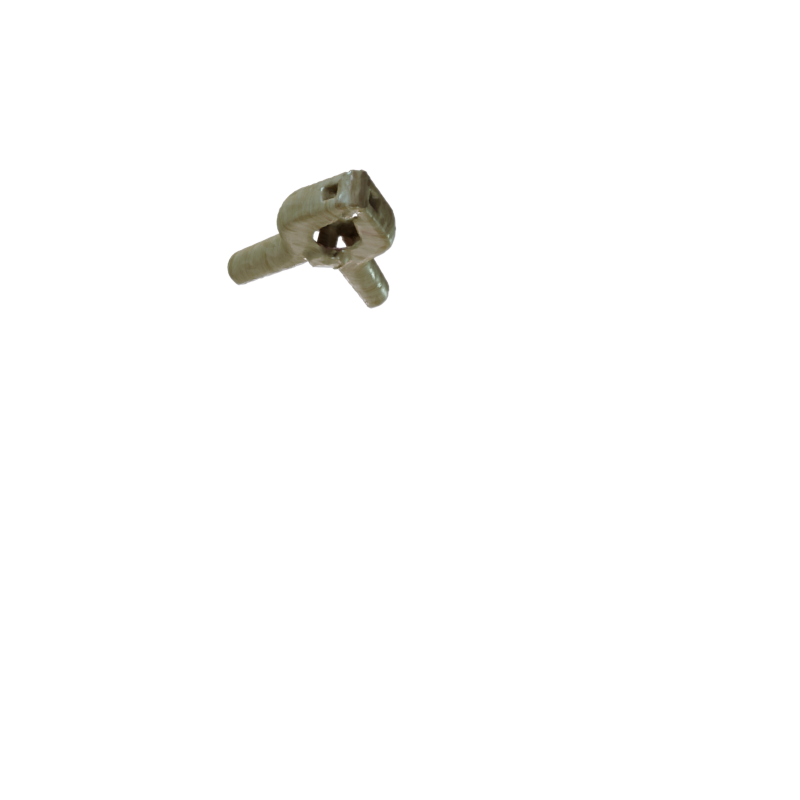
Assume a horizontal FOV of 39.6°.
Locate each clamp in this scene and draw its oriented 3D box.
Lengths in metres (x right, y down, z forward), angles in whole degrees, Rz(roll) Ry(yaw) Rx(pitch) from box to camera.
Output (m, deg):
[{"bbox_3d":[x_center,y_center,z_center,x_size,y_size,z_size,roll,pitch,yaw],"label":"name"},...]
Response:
[{"bbox_3d":[-0.060,-0.109,0.761,0.119,0.041,0.163,2,-21,-5],"label":"clamp"}]
